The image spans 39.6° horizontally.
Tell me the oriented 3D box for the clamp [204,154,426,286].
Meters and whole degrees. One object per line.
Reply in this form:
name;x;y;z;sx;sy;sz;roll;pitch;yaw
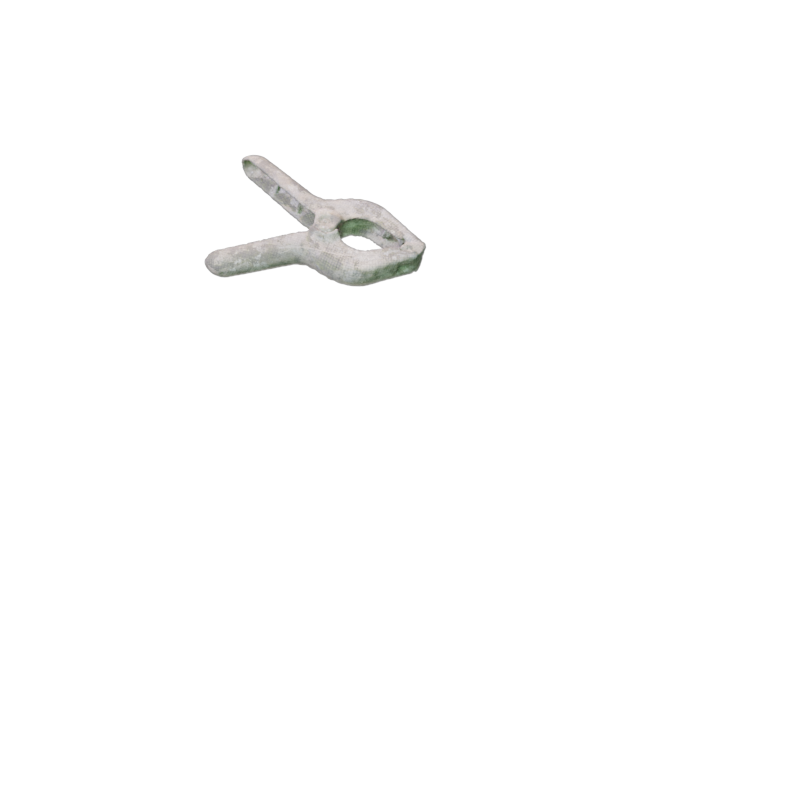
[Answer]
clamp;-0.069;-0.127;0.887;0.175;0.125;0.037;19;-27;10
